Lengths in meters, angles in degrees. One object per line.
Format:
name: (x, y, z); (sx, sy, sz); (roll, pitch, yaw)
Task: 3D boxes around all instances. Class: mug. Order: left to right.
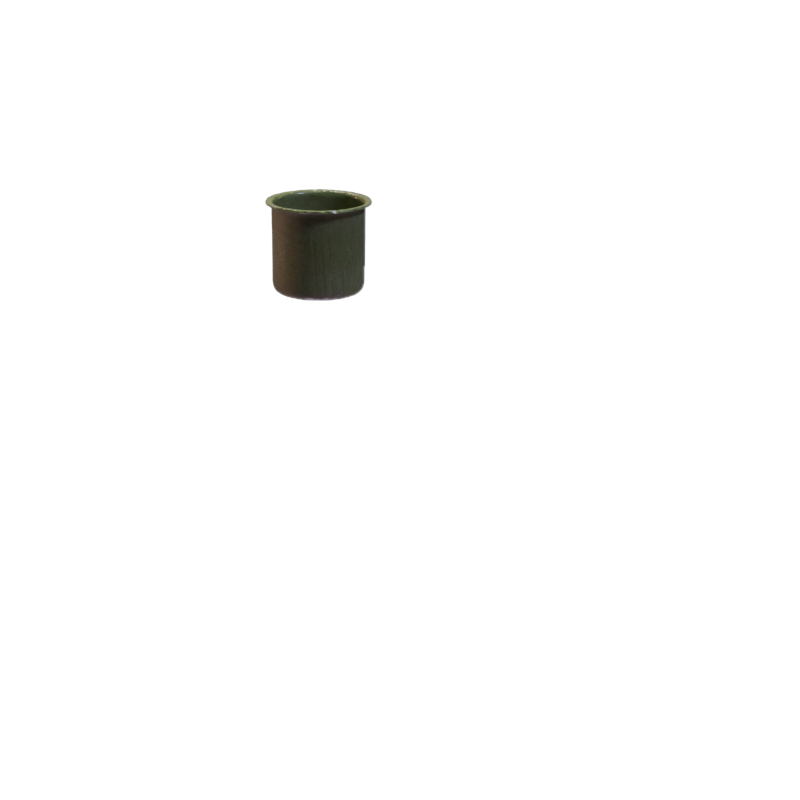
mug: (-0.077, -0.140, 0.983); (0.091, 0.078, 0.124); (-8, 21, -24)
